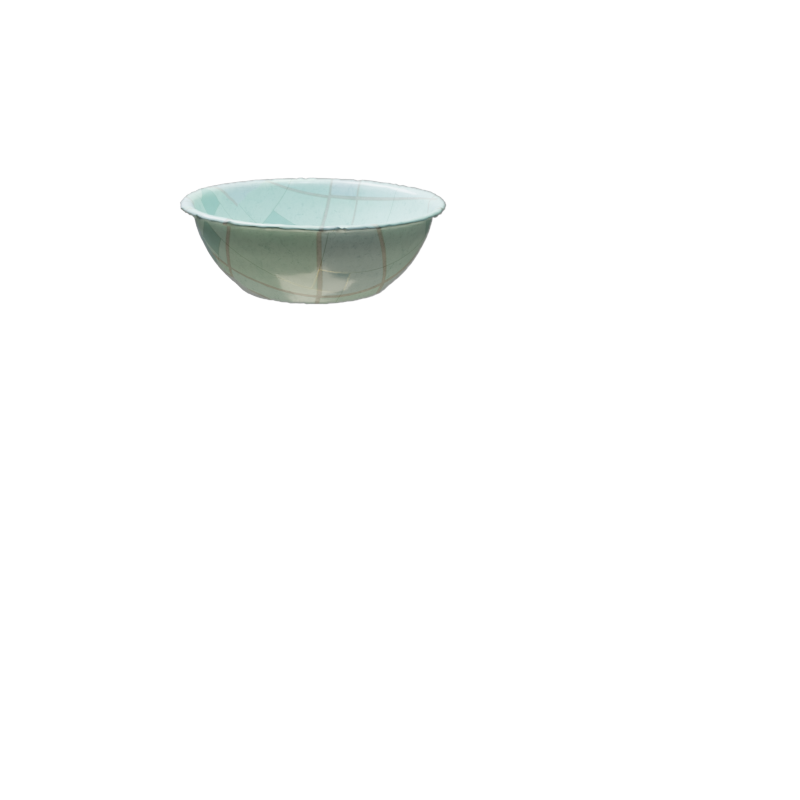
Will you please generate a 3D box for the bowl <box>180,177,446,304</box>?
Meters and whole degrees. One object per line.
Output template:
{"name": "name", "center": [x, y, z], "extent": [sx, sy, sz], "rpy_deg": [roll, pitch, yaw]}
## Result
{"name": "bowl", "center": [-0.053, -0.097, 0.681], "extent": [0.162, 0.053, 0.169], "rpy_deg": [-1, 19, -2]}
